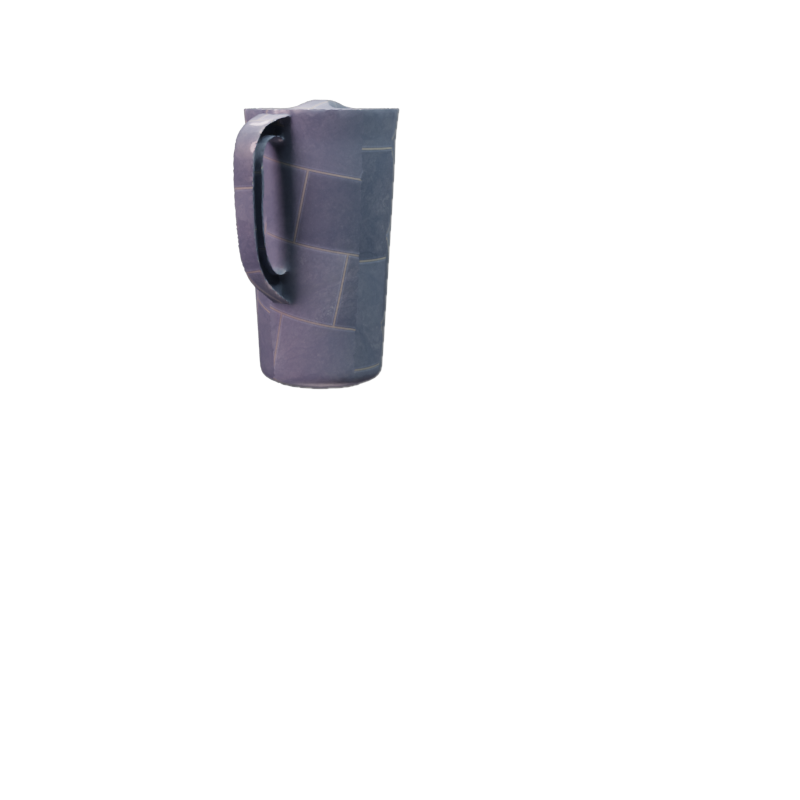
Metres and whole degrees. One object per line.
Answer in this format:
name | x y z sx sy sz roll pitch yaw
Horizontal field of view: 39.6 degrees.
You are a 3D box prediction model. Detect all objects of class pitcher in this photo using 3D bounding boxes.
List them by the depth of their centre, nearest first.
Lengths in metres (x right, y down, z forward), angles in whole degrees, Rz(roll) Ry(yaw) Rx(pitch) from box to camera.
pitcher | -0.075 -0.136 0.956 0.147 0.239 0.150 -1 9 -12
